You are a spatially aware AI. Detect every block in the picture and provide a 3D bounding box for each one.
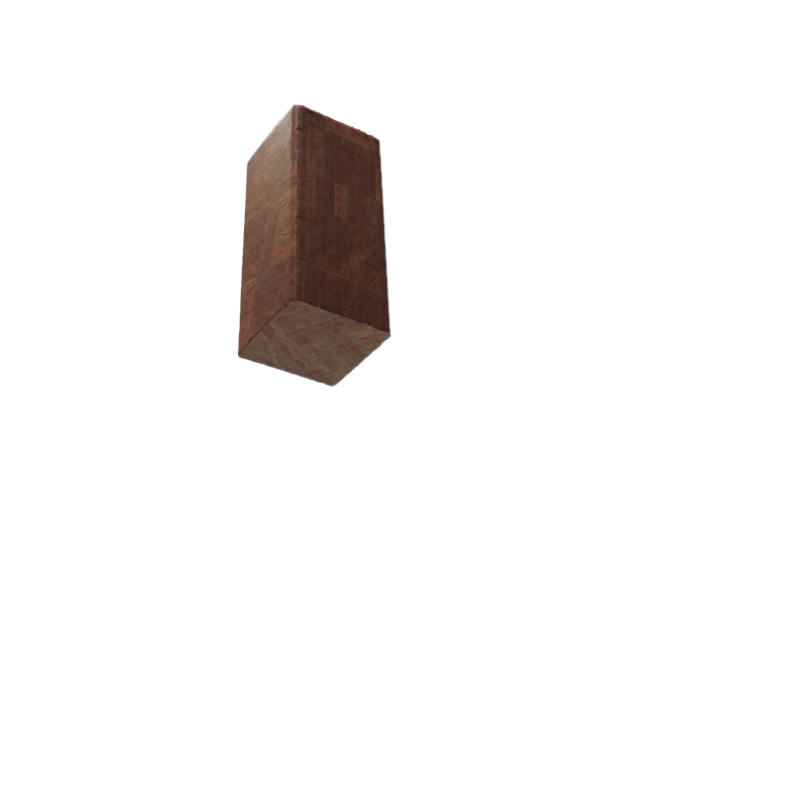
[{"bbox_3d":[-0.071,-0.131,0.914,0.086,0.221,0.088,19,-42,-27],"label":"block"}]
